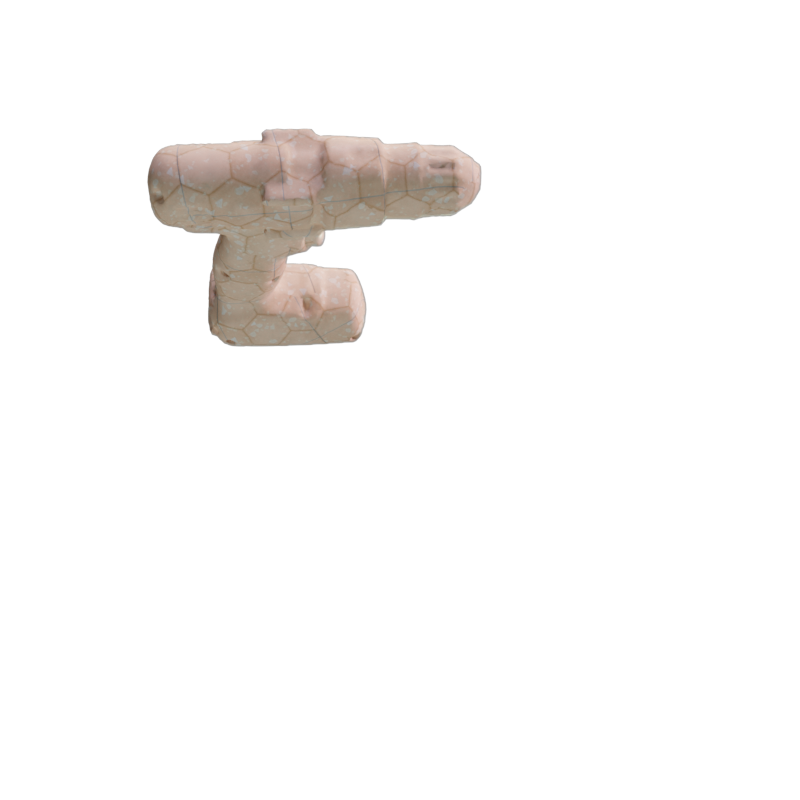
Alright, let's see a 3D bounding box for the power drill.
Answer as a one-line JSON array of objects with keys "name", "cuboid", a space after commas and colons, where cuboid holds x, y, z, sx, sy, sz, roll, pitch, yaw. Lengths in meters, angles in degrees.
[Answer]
[{"name": "power drill", "cuboid": [-0.053, -0.096, 0.675, 0.184, 0.061, 0.177, 1, -25, -3]}]
